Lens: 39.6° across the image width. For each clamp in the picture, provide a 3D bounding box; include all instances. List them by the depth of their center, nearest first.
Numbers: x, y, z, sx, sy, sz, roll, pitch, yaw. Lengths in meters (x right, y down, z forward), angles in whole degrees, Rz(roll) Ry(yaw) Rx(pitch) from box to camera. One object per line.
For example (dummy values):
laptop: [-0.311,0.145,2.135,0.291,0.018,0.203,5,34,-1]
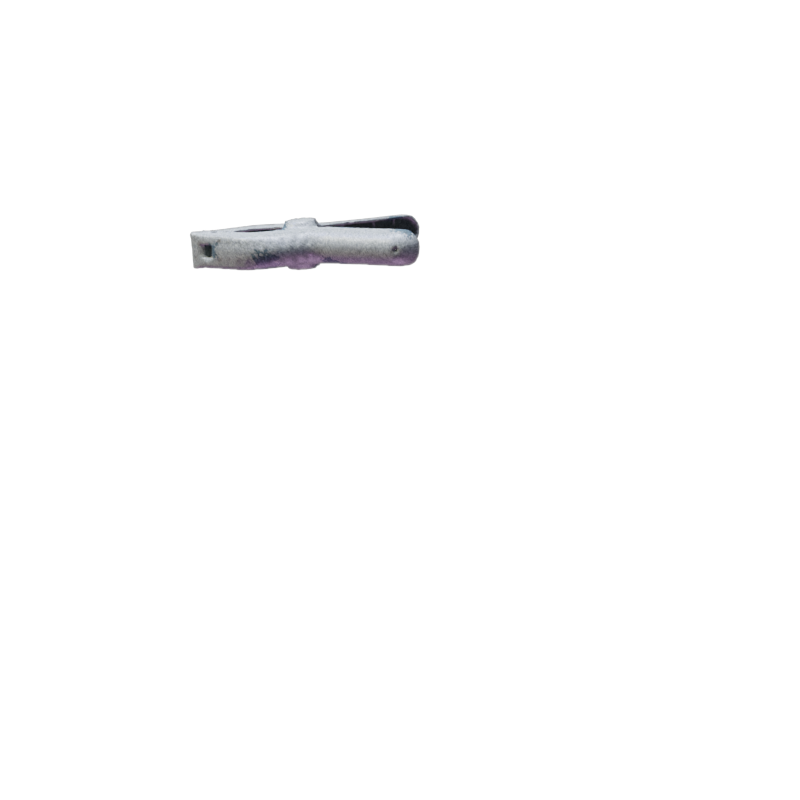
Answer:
clamp: [-0.063,-0.116,0.810,0.174,0.039,0.120,2,9,12]
